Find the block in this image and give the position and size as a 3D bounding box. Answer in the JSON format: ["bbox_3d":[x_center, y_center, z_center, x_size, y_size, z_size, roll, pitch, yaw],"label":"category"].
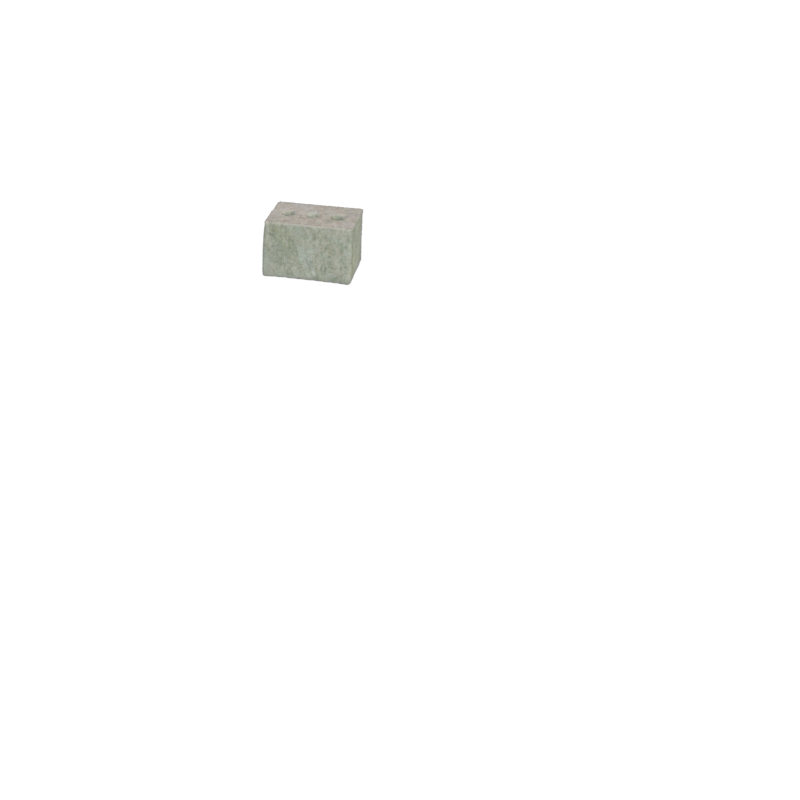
[{"bbox_3d":[-0.074,-0.136,0.950,0.079,0.048,0.055,6,28,10],"label":"block"}]
